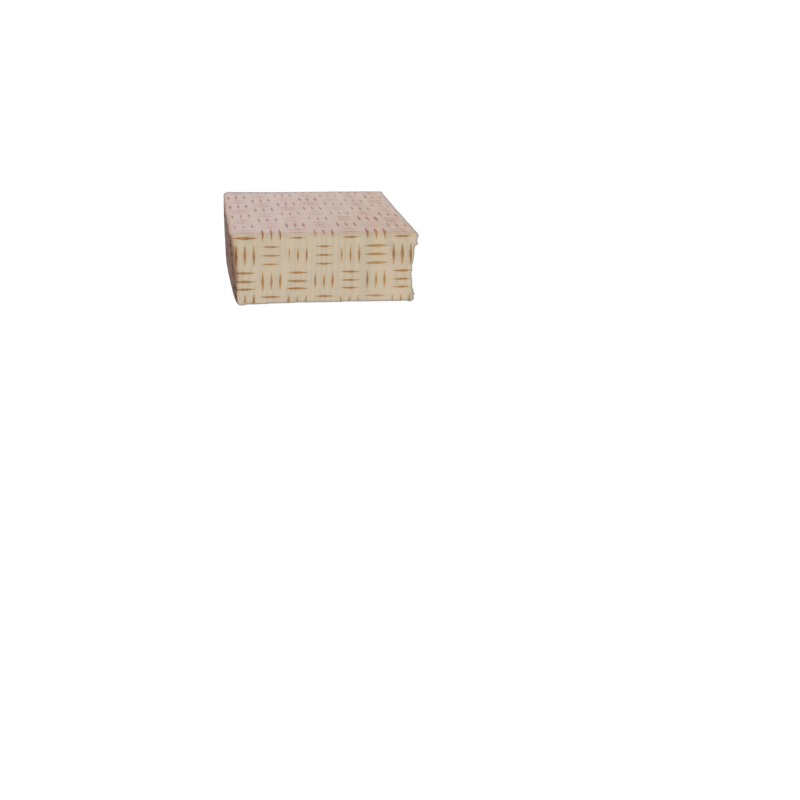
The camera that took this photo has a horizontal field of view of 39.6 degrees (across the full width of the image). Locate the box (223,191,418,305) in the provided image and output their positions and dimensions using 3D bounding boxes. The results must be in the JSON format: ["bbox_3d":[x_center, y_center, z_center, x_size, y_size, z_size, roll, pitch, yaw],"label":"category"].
[{"bbox_3d":[-0.045,-0.082,0.573,0.089,0.037,0.119,-3,22,-8],"label":"box"}]
